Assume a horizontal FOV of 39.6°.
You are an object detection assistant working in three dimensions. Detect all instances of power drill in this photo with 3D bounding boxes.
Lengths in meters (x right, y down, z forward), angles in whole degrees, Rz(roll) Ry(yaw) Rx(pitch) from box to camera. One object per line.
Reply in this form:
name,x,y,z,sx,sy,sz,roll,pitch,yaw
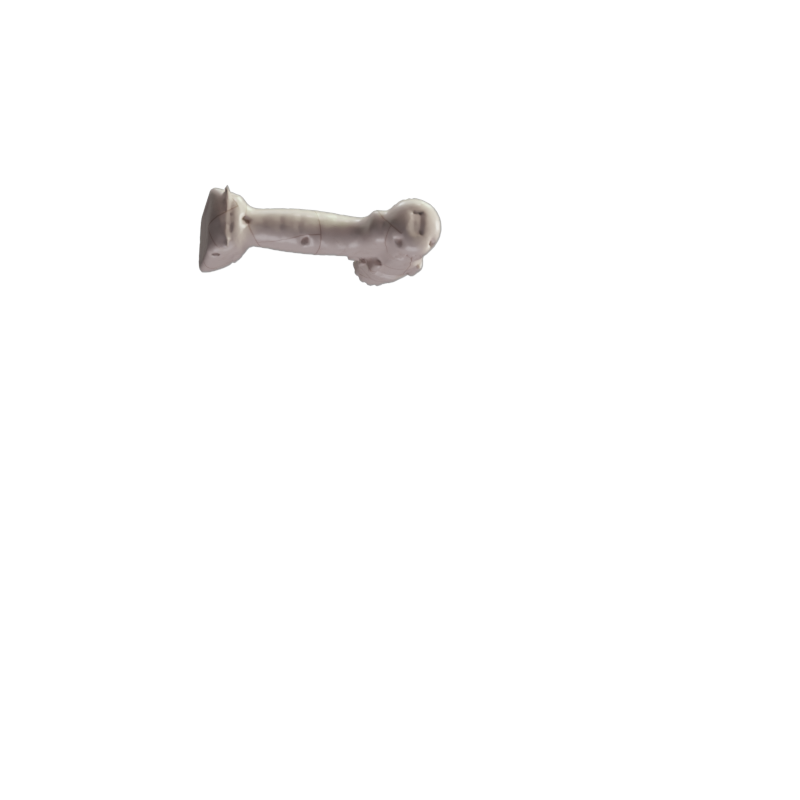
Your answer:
power drill,-0.073,-0.133,0.929,0.185,0.059,0.182,1,-7,-11
